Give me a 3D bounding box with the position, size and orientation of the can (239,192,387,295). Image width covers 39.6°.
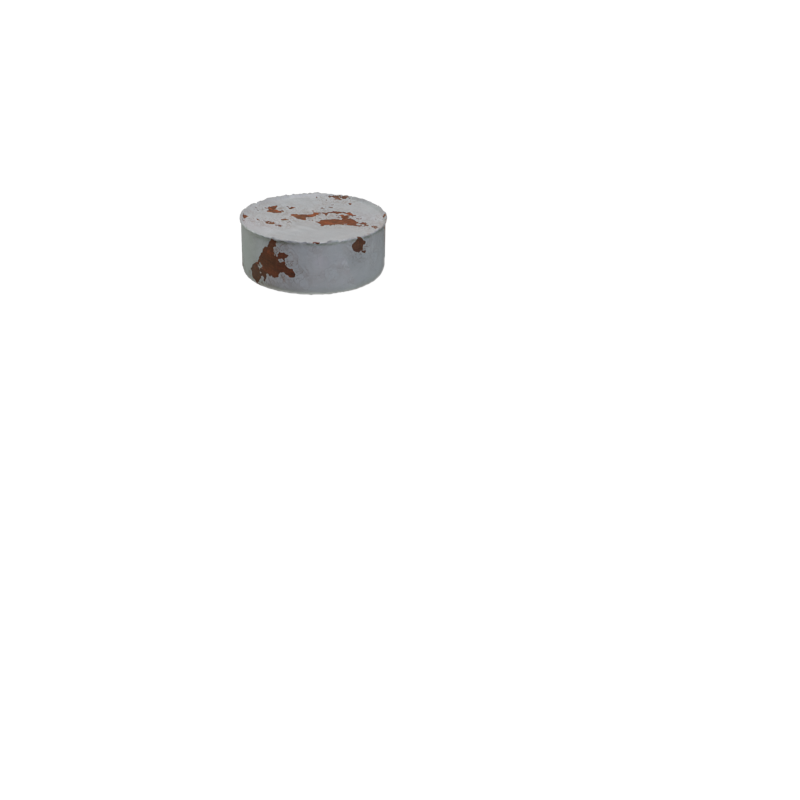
[{"bbox_3d":[-0.051,-0.093,0.650,0.086,0.032,0.091,-1,27,-2],"label":"can"}]
